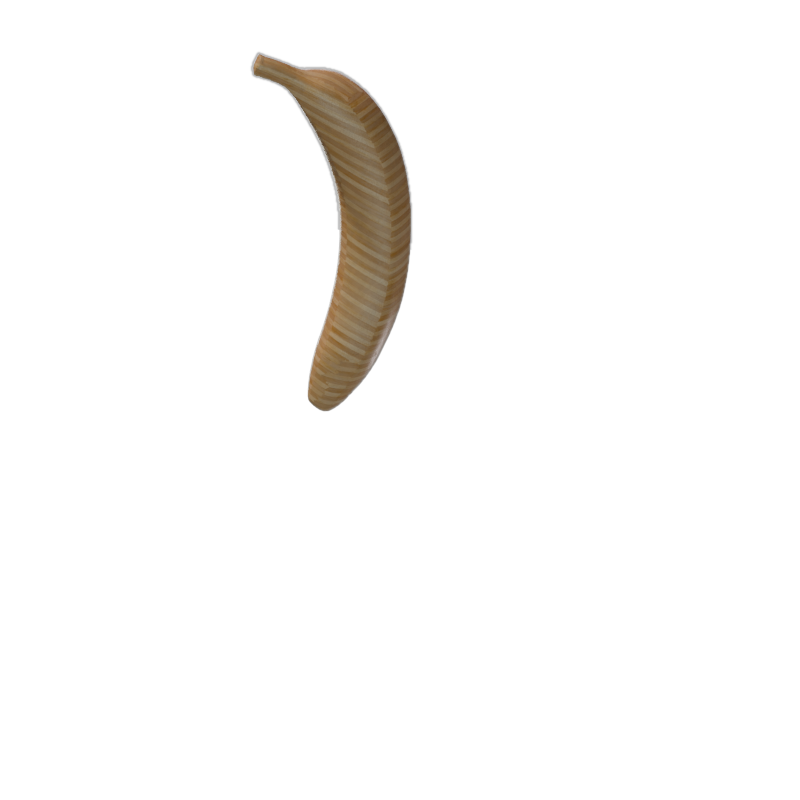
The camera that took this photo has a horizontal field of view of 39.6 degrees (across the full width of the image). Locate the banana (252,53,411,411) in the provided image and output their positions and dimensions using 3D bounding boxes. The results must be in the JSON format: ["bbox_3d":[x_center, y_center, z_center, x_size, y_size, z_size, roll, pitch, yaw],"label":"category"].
[{"bbox_3d":[-0.028,-0.089,0.578,0.070,0.189,0.038,-8,19,2],"label":"banana"}]
